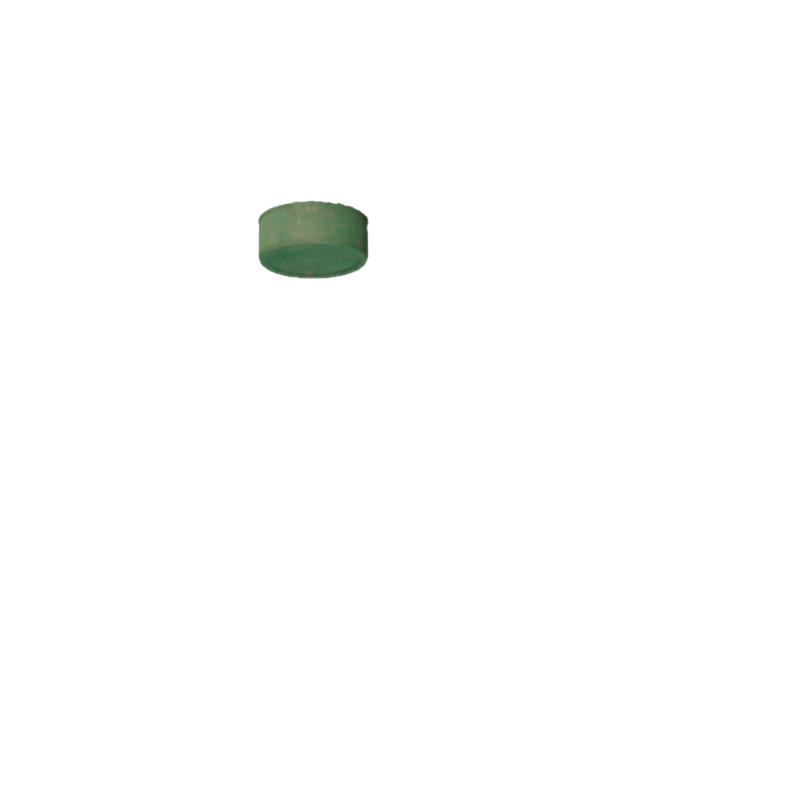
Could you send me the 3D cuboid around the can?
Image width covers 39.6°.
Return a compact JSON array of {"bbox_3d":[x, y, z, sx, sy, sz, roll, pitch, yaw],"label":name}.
[{"bbox_3d":[-0.067,-0.122,0.855,0.086,0.035,0.083,0,-14,-2],"label":"can"}]
